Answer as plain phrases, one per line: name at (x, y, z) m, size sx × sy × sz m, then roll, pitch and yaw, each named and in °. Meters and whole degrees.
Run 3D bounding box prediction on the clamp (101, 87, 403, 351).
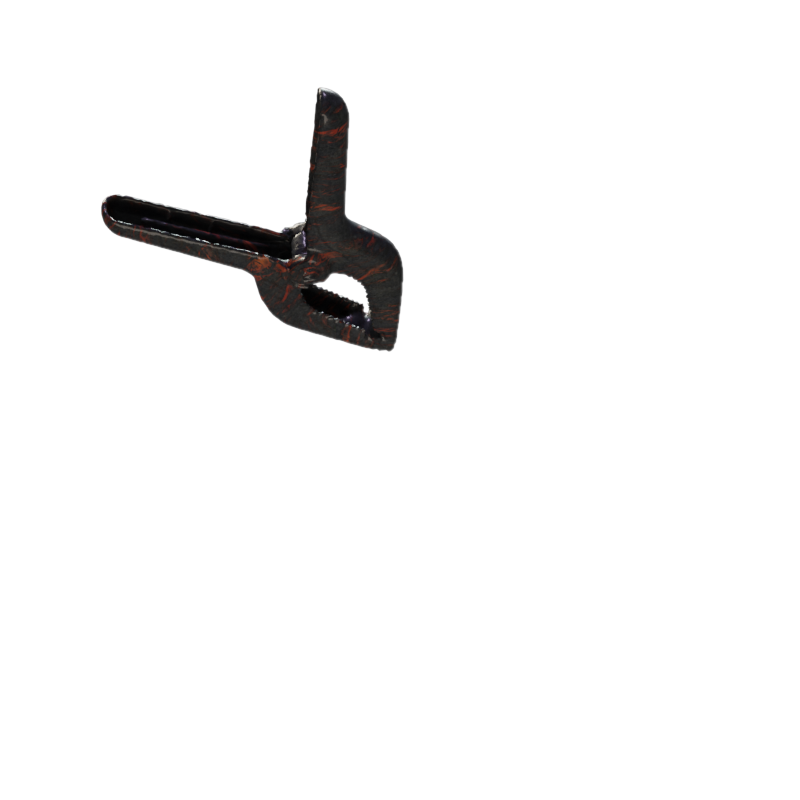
clamp at (-0.053, -0.097, 0.677) m, size 0.165 × 0.039 × 0.195 m, roll -26°, pitch -44°, yaw 29°
